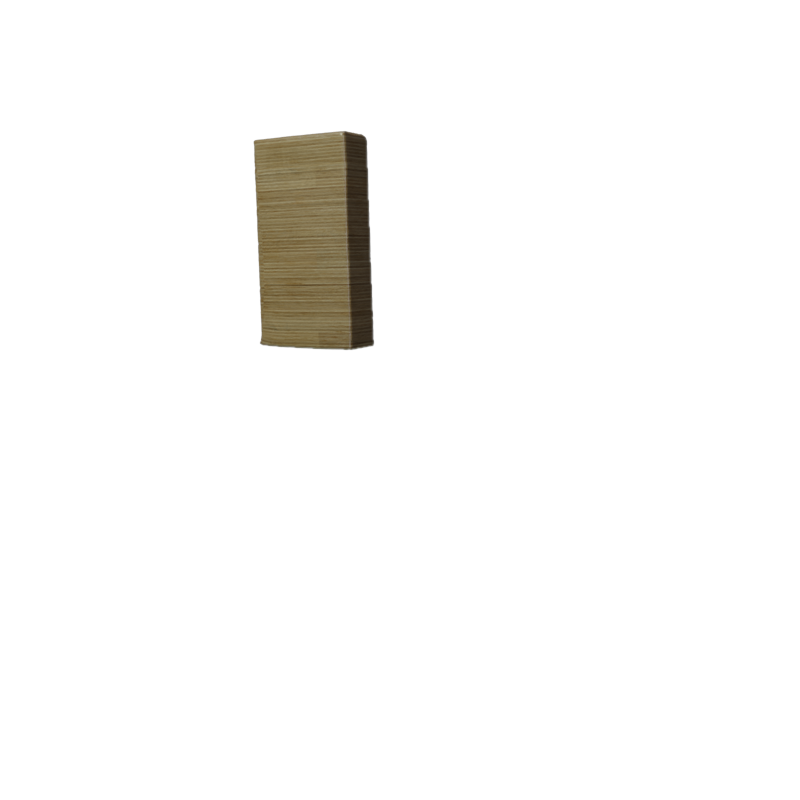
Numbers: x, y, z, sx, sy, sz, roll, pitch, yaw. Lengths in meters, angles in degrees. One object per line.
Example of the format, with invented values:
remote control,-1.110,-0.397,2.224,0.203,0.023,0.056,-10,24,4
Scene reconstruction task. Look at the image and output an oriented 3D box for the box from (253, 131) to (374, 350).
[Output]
box,-0.072,-0.132,0.924,0.097,0.177,0.046,0,-1,31
